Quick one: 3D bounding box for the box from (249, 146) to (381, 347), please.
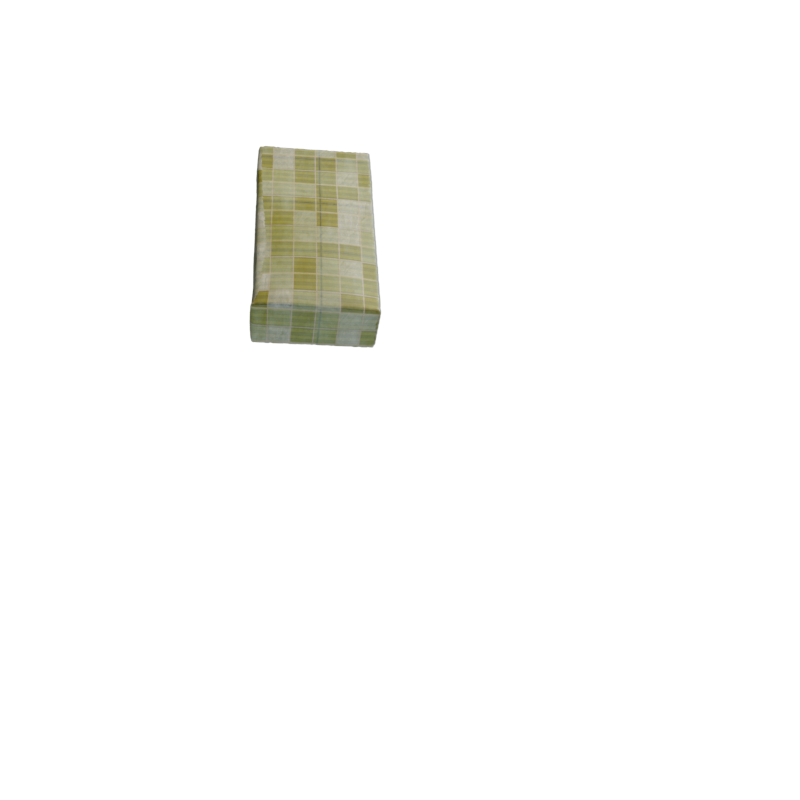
[{"bbox_3d":[-0.066,-0.121,0.849,0.093,0.189,0.045,2,-44,-6],"label":"box"}]
